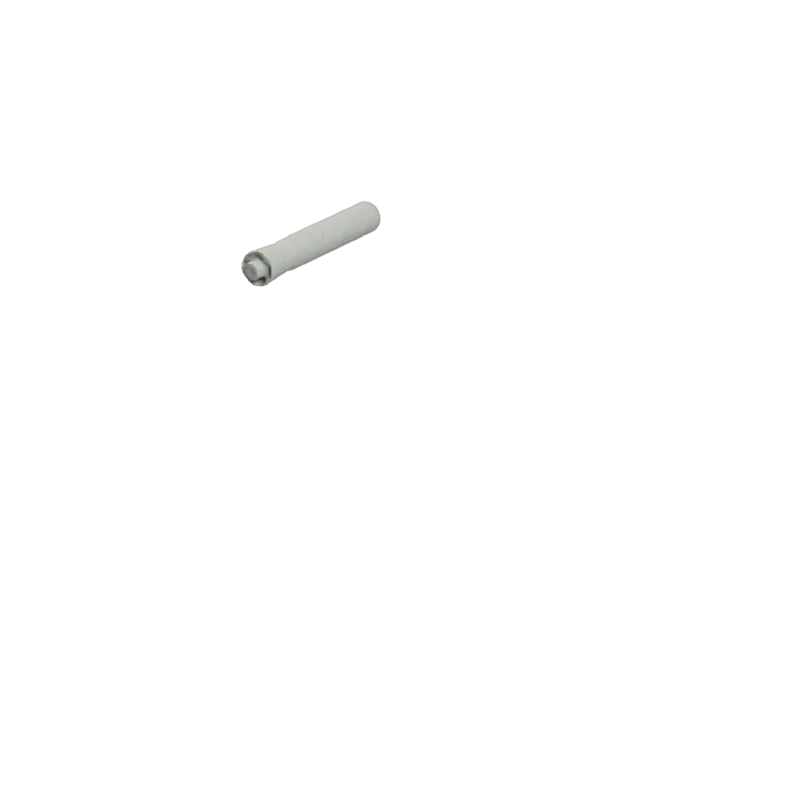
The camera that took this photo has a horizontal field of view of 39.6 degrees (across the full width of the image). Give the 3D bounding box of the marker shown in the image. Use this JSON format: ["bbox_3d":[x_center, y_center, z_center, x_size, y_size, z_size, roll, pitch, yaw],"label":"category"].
[{"bbox_3d":[-0.047,-0.085,0.596,0.020,0.019,0.121,2,22,29],"label":"marker"}]
